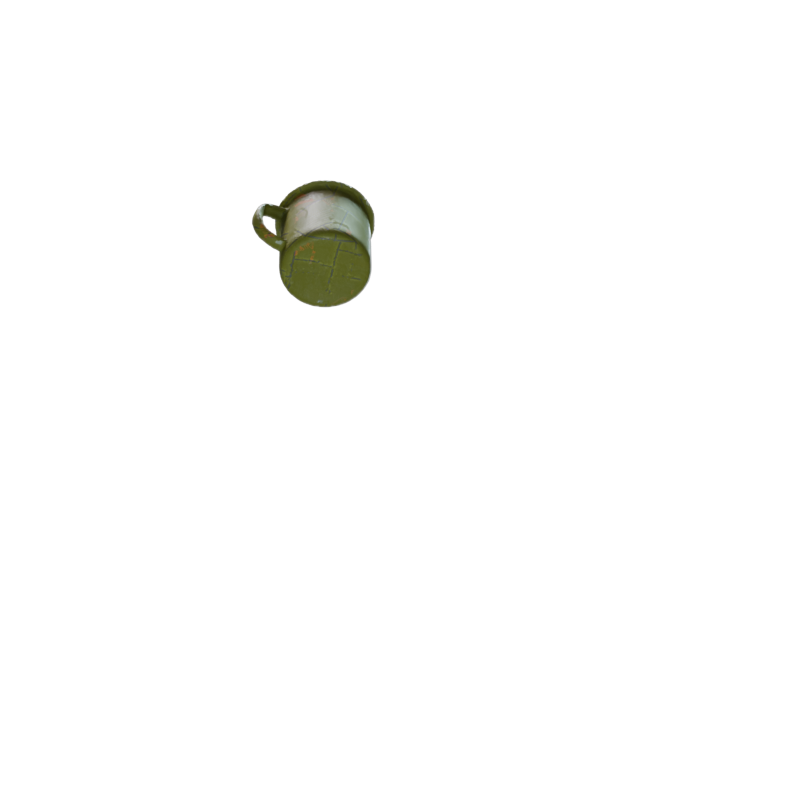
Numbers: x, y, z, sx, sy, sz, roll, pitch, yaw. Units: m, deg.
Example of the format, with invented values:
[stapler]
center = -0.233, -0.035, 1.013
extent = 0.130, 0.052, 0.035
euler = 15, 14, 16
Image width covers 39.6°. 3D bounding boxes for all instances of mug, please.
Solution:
[mug]
center = -0.078, -0.142, 0.993
extent = 0.113, 0.090, 0.087
euler = 23, 33, -18
